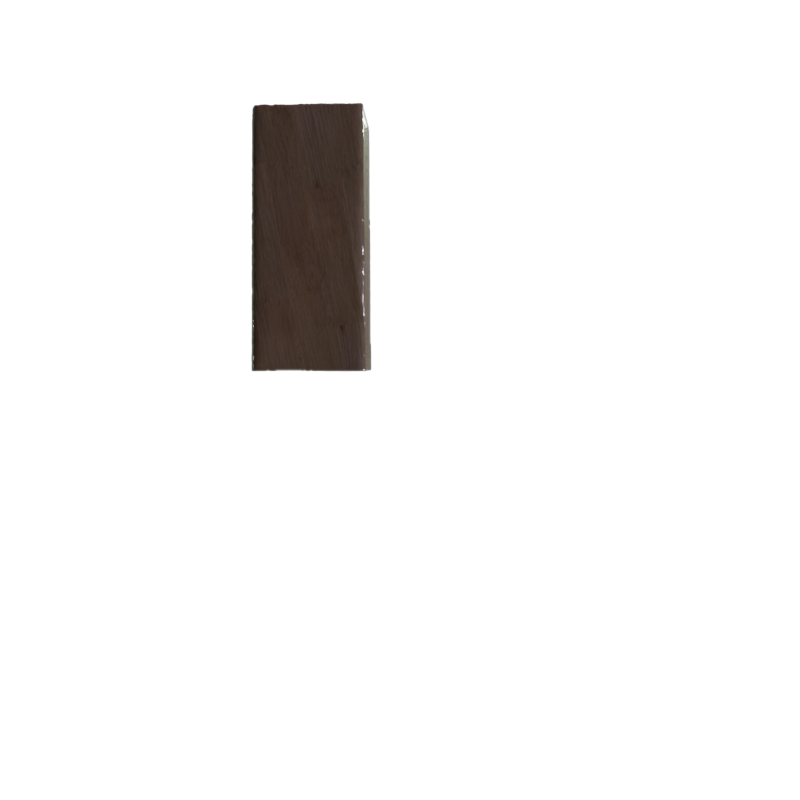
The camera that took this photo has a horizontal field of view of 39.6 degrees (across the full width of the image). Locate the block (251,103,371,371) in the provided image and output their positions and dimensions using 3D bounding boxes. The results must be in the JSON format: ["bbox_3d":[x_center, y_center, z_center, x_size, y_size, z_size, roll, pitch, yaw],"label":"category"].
[{"bbox_3d":[-0.070,-0.127,0.892,0.091,0.209,0.089,-1,-5,3],"label":"block"}]
